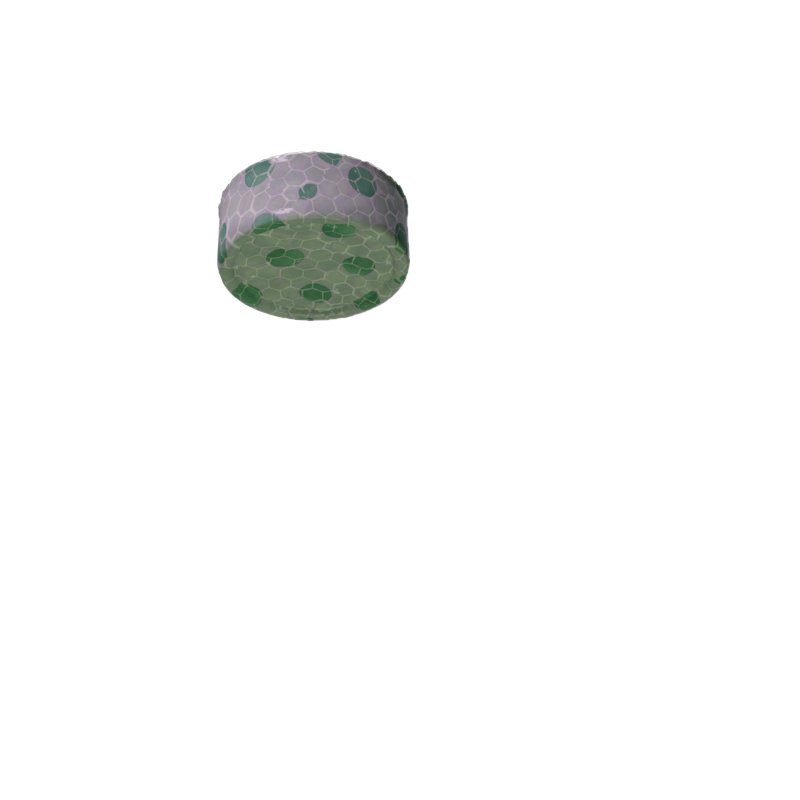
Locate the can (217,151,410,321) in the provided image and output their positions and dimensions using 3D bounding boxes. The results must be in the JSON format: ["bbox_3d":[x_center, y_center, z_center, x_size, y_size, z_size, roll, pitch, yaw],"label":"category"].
[{"bbox_3d":[-0.038,-0.070,0.492,0.086,0.036,0.081,1,-30,-2],"label":"can"}]
